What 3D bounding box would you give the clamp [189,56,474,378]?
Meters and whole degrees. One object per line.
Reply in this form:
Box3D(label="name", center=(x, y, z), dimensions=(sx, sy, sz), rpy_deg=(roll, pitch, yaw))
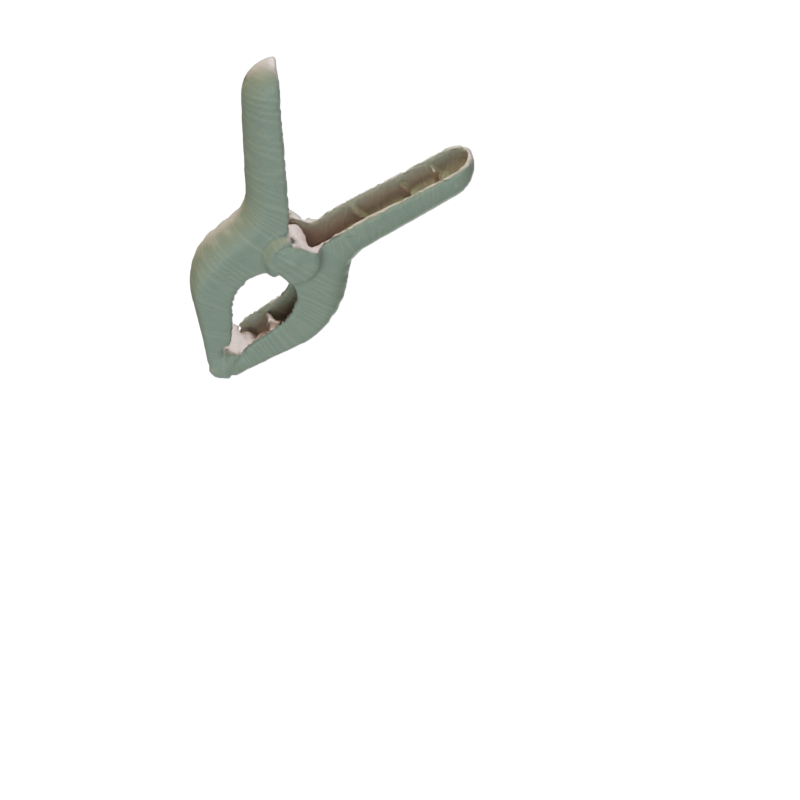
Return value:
Box3D(label="clamp", center=(-0.043, -0.078, 0.549), dimensions=(0.117, 0.164, 0.042), rpy_deg=(18, 34, -13))
